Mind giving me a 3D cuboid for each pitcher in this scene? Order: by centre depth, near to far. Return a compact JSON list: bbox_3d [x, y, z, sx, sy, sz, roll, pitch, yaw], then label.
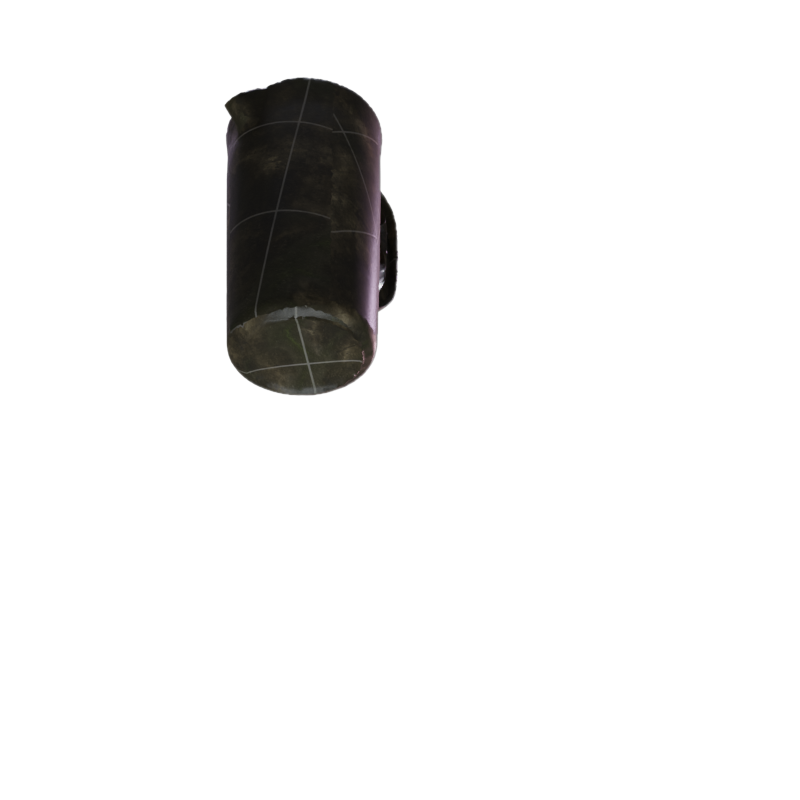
[{"bbox_3d":[-0.068,-0.124,0.872,0.149,0.261,0.135,0,-40,-4],"label":"pitcher"}]
